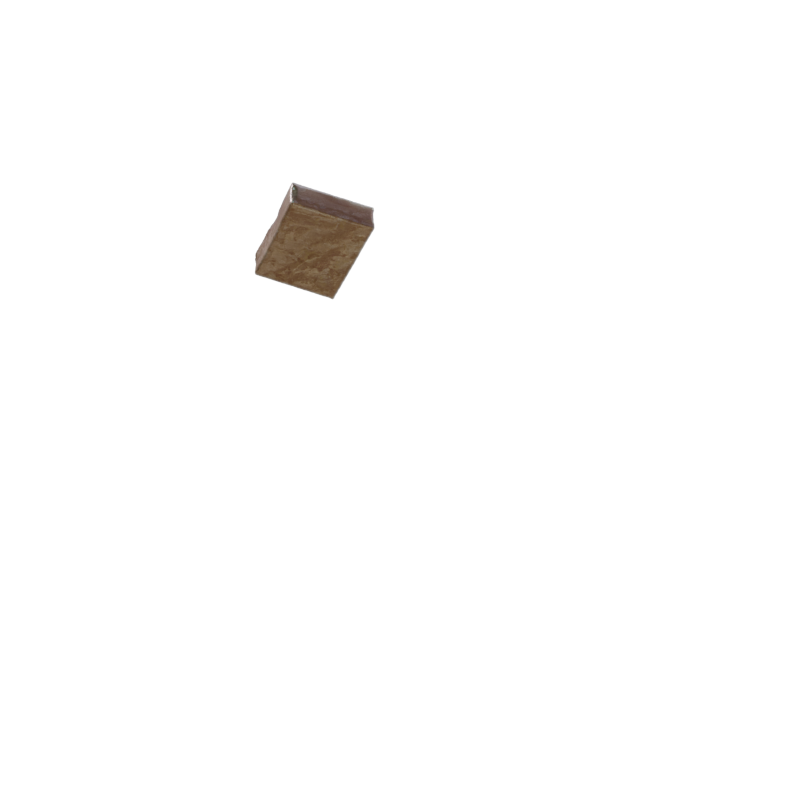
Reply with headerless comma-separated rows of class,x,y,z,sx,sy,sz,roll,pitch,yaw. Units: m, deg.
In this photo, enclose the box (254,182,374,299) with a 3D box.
box,-0.072,-0.131,0.920,0.071,0.032,0.086,17,-47,-17
